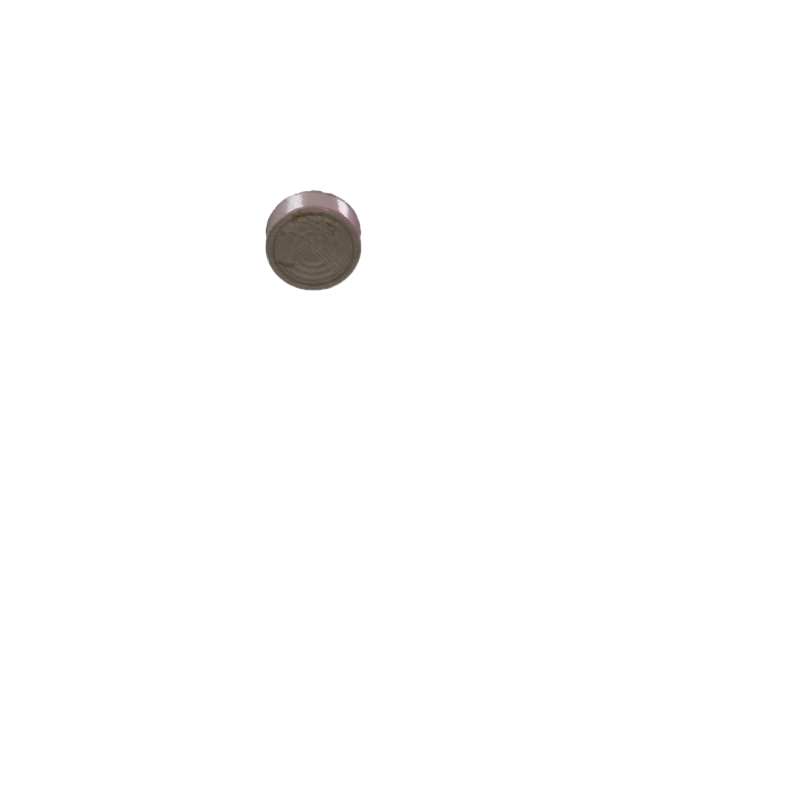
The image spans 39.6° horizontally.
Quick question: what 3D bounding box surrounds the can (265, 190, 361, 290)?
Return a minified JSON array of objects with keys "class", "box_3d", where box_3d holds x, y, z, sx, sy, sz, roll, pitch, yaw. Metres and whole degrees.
[{"class":"can","box_3d":[-0.077,-0.140,0.983,0.086,0.081,0.036,1,31,-1]}]
